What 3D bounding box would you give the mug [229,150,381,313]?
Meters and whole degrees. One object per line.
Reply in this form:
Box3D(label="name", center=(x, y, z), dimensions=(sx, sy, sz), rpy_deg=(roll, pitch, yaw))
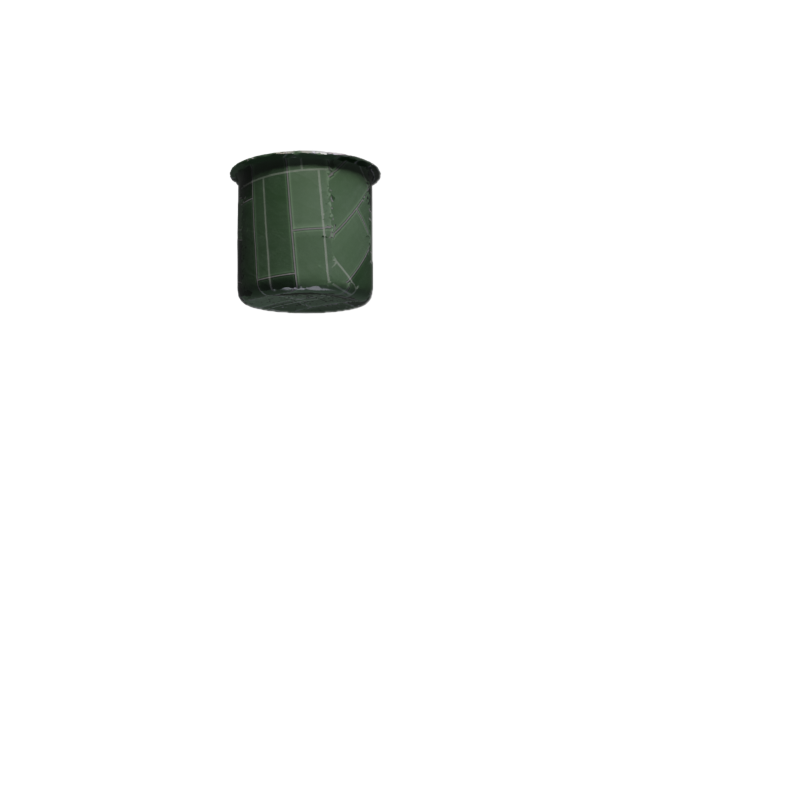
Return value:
Box3D(label="mug", center=(-0.053, -0.098, 0.683), dimensions=(0.095, 0.084, 0.111), rpy_deg=(-4, -9, 21))
